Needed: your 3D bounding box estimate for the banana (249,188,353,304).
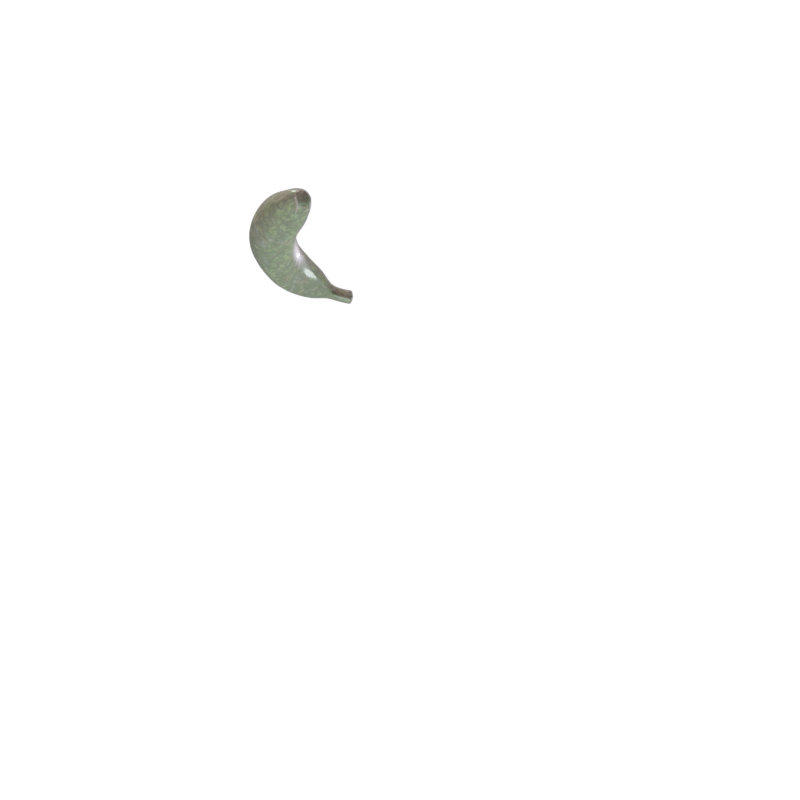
[{"bbox_3d":[-0.087,-0.125,0.894,0.070,0.038,0.187,-3,-17,8],"label":"banana"}]
